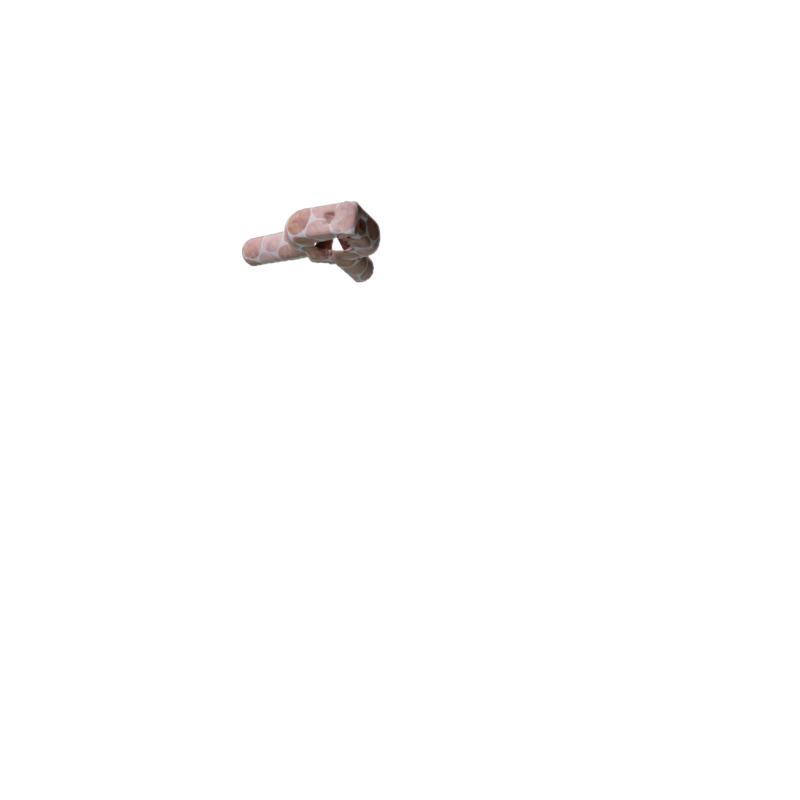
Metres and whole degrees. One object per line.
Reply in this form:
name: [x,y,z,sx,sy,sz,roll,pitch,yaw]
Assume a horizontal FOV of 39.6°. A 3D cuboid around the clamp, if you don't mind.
clamp: [-0.074,-0.134,0.939,0.119,0.040,0.167,1,-10,-7]
